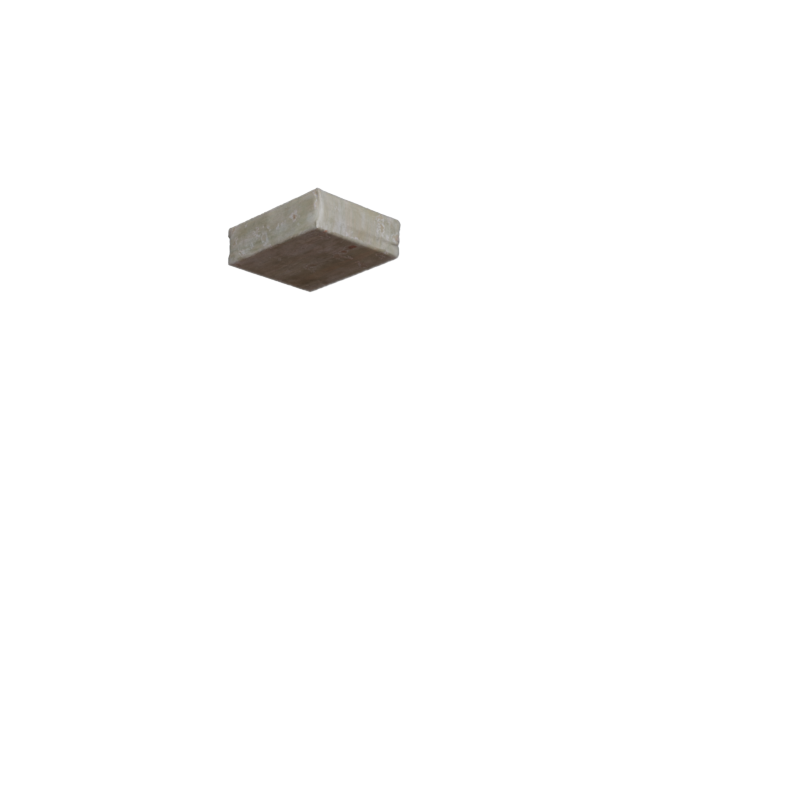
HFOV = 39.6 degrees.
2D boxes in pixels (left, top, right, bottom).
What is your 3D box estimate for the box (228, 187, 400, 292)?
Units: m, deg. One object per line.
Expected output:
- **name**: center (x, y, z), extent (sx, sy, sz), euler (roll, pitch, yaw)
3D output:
- **box**: center (-0.056, -0.102, 0.714), extent (0.069, 0.032, 0.090), euler (16, -23, -42)
